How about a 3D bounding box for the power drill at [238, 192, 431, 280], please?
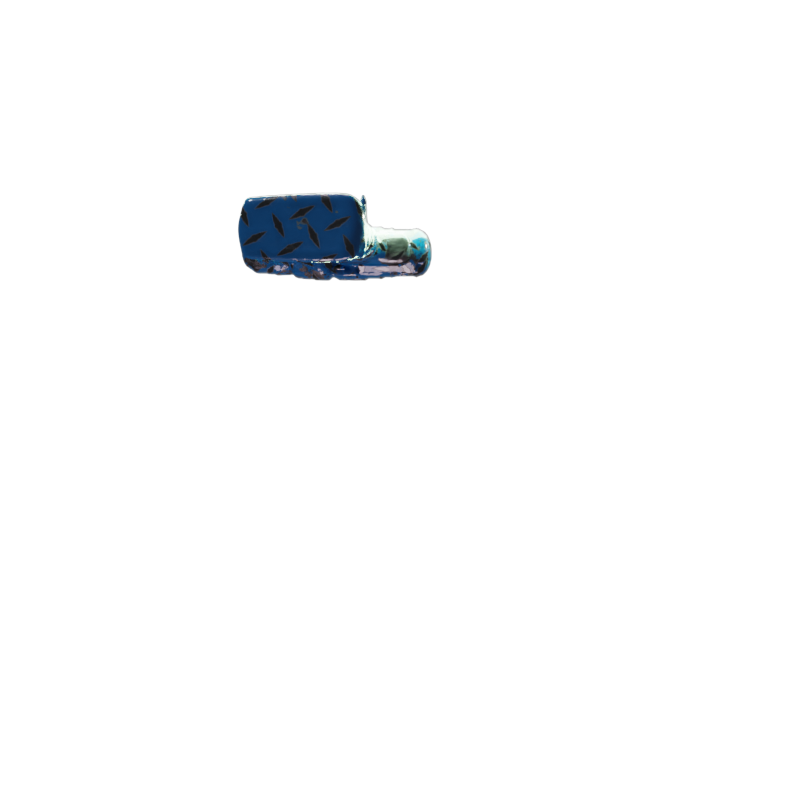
[{"bbox_3d":[-0.077,-0.141,0.985,0.188,0.058,0.182,0,0,15],"label":"power drill"}]
